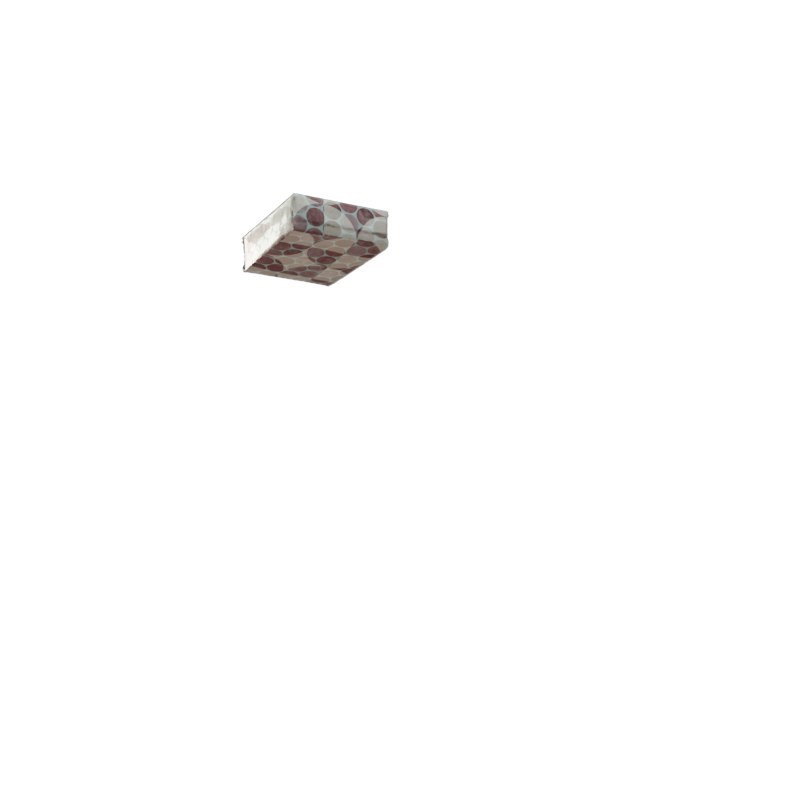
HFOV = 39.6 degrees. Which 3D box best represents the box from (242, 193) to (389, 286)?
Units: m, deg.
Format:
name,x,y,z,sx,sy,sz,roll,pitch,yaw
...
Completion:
name,x,y,z,sx,sy,sz,roll,pitch,yaw
box,-0.075,-0.137,0.957,0.086,0.041,0.113,9,-20,-28
